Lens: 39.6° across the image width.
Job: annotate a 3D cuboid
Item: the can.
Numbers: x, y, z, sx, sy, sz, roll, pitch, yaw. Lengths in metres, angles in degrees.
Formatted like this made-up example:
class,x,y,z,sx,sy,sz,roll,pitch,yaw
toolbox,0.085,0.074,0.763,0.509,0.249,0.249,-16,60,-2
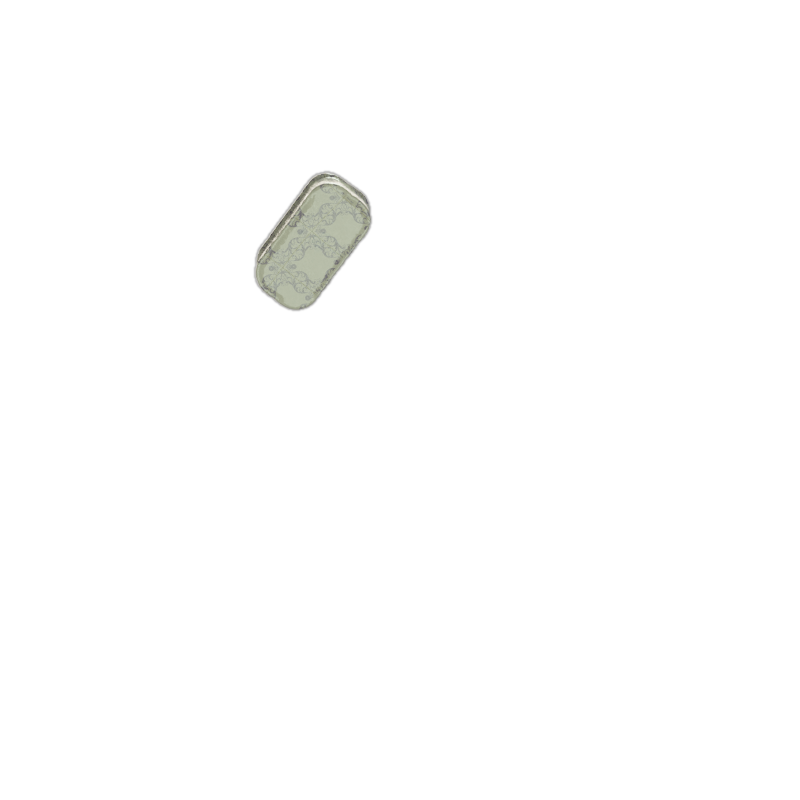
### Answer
class,x,y,z,sx,sy,sz,roll,pitch,yaw
can,-0.066,-0.120,0.842,0.057,0.101,0.086,36,7,-9
